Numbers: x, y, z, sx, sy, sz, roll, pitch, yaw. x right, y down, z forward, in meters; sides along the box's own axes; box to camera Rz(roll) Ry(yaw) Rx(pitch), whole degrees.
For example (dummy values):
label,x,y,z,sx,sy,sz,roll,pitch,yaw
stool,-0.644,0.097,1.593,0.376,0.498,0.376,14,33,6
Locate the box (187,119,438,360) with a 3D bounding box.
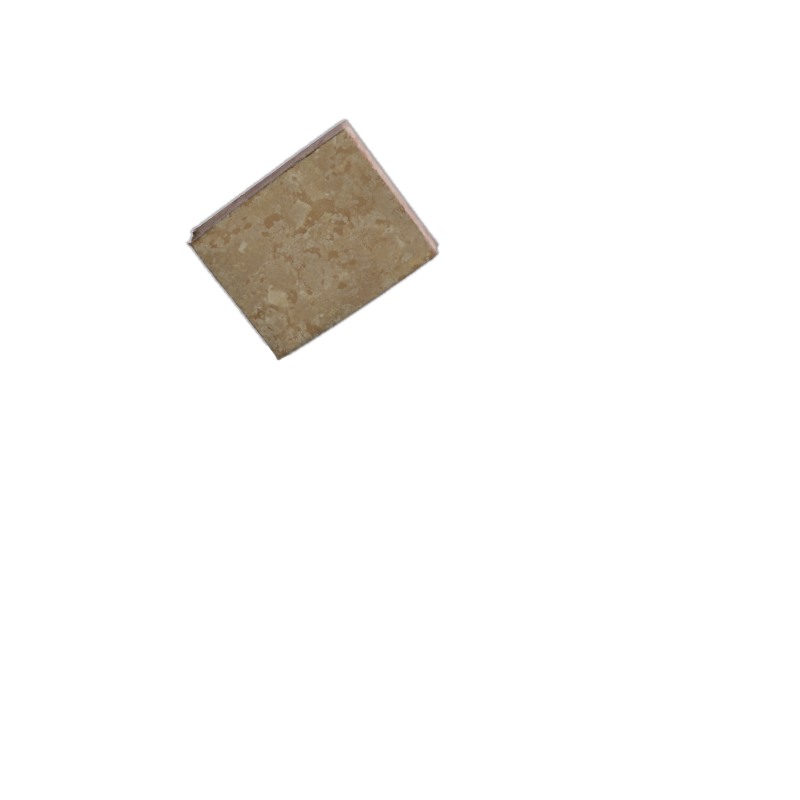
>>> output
label,x,y,z,sx,sy,sz,roll,pitch,yaw
box,-0.049,-0.089,0.627,0.113,0.087,0.040,-35,11,7
